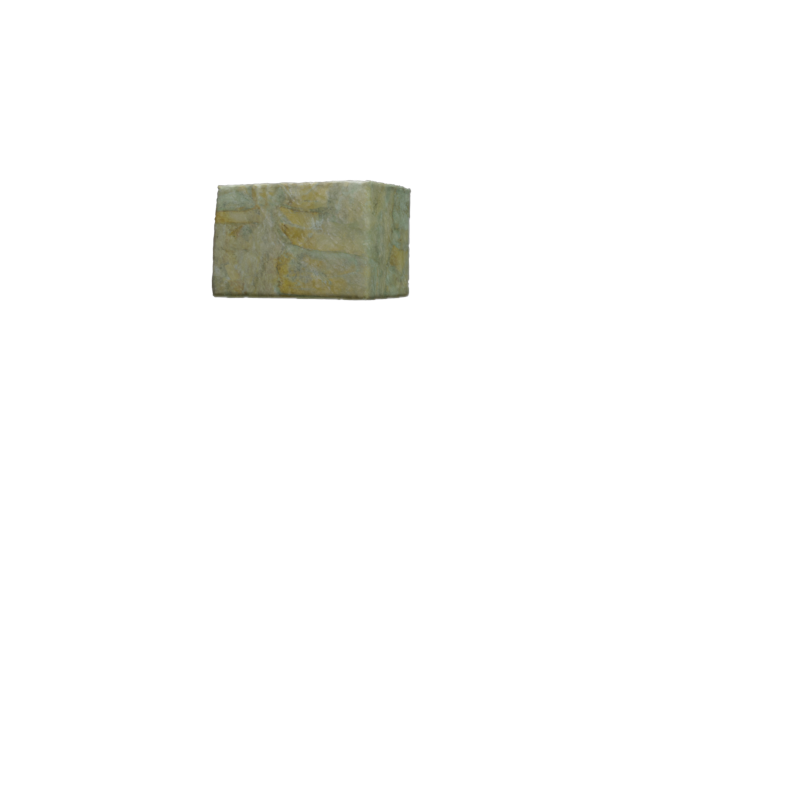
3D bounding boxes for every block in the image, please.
[{"bbox_3d":[-0.040,-0.072,0.506,0.080,0.051,0.051,2,4,24],"label":"block"}]
